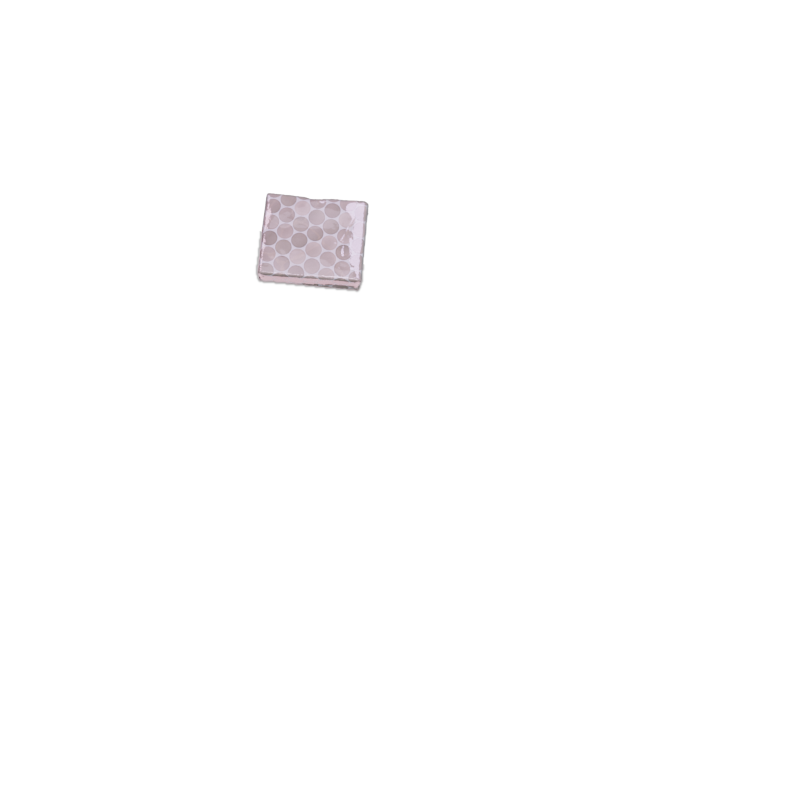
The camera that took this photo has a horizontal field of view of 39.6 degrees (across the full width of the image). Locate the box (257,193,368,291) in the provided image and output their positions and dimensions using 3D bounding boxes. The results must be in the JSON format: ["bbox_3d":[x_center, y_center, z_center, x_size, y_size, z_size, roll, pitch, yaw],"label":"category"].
[{"bbox_3d":[-0.074,-0.135,0.948,0.089,0.076,0.029,5,-18,1],"label":"box"}]
